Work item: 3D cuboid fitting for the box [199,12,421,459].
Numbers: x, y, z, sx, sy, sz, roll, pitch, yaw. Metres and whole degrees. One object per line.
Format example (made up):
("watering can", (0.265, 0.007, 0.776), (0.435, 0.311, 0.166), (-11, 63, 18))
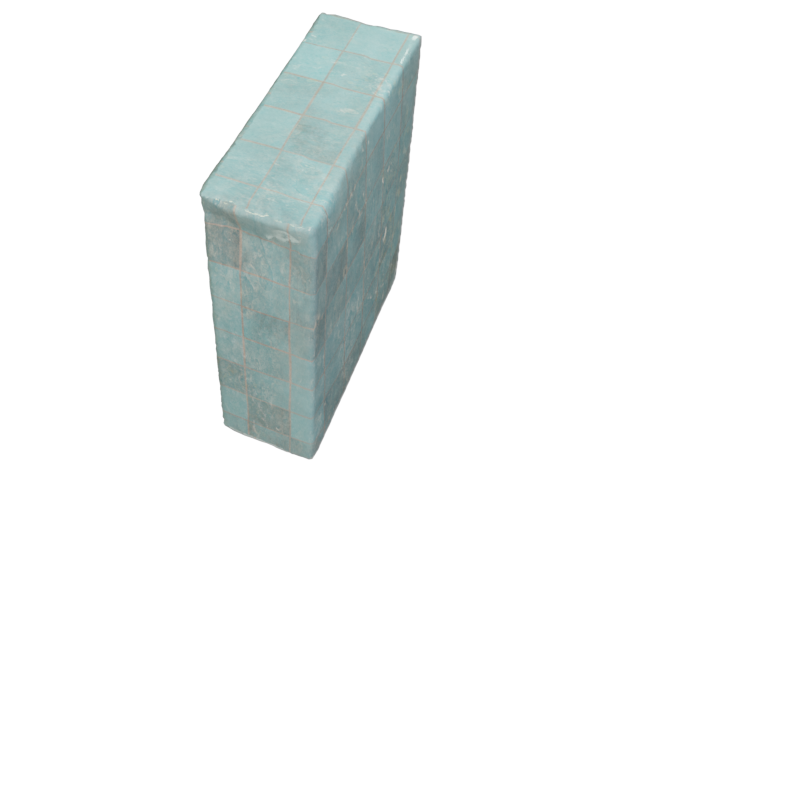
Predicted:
("box", (-0.052, -0.094, 0.660), (0.073, 0.172, 0.199), (17, -36, 9))
